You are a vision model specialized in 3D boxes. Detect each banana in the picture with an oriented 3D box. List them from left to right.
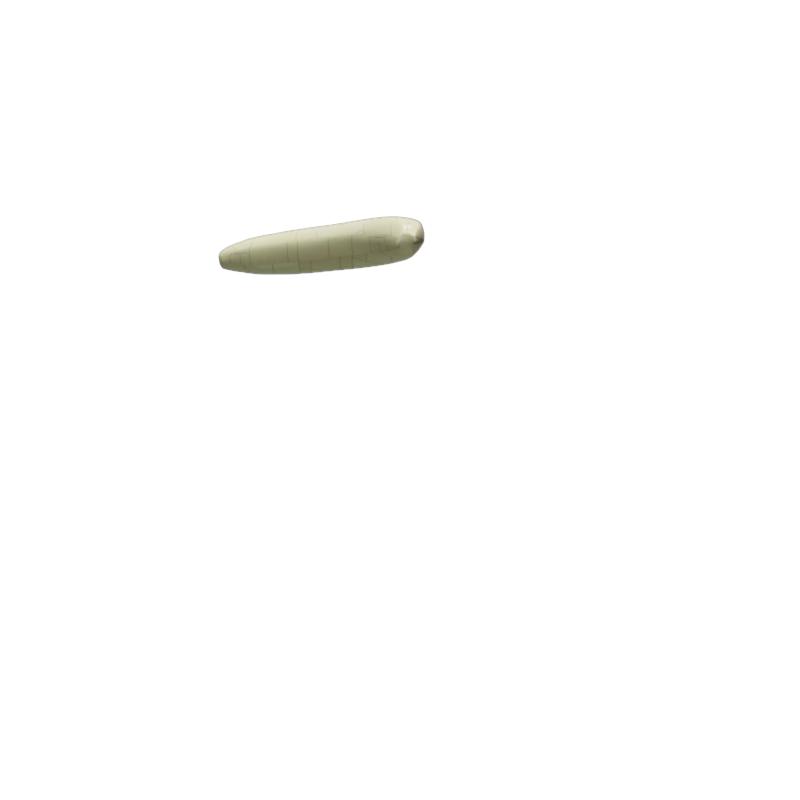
[{"bbox_3d":[-0.053,-0.122,0.865,0.204,0.037,0.066,-2,-4,39],"label":"banana"}]
